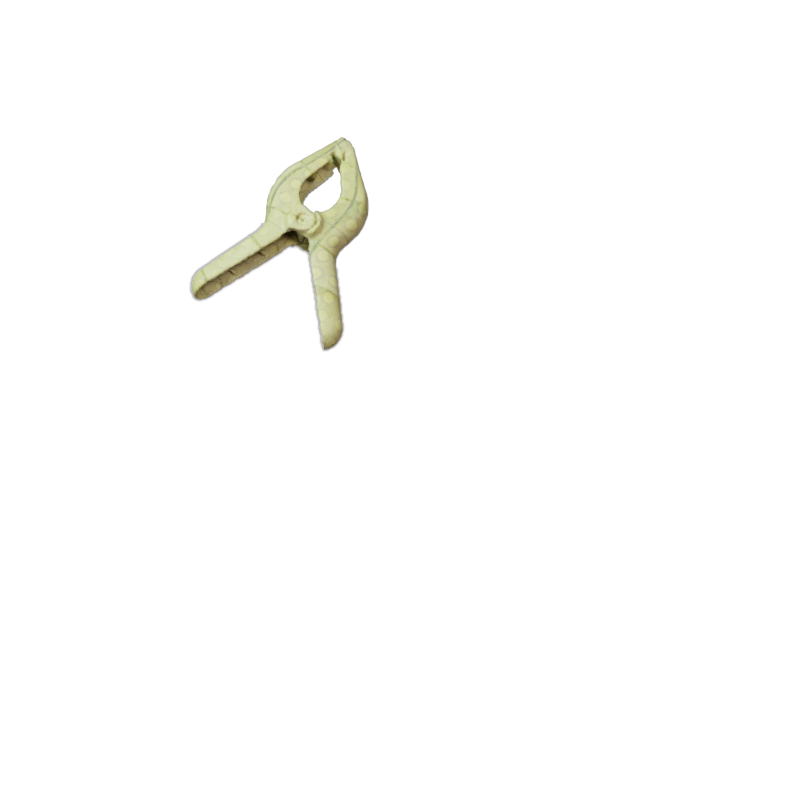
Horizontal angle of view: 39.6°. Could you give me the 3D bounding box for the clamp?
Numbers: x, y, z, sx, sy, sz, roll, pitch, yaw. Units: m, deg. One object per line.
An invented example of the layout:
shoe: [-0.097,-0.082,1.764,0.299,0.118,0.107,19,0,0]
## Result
clamp: [-0.066,-0.121,0.846,0.123,0.175,0.037,30,-18,10]
